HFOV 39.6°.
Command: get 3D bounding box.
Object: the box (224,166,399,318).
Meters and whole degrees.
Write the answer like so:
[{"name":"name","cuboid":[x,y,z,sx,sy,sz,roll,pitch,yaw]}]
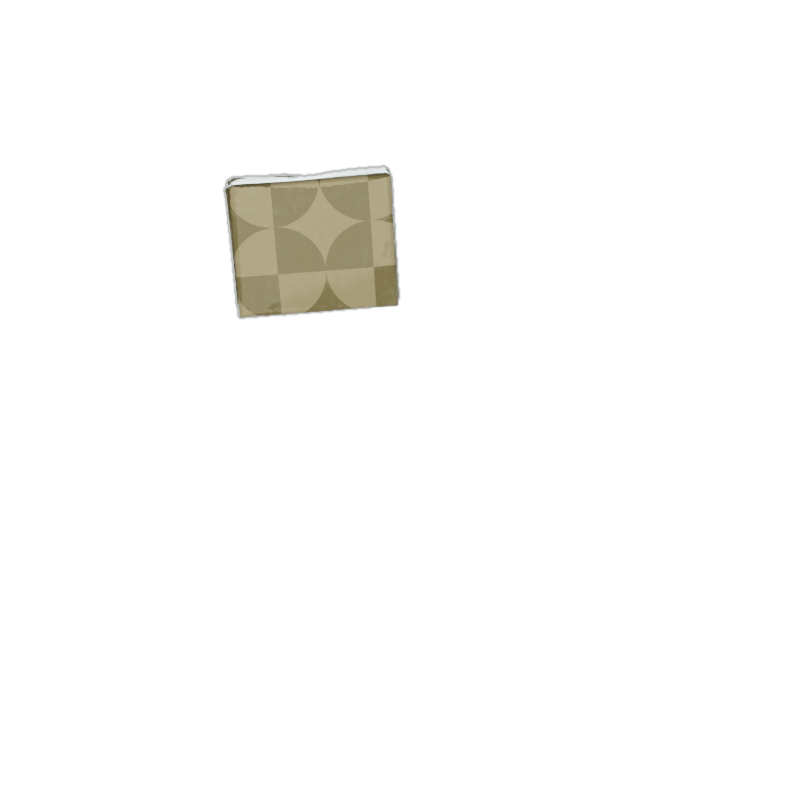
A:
[{"name":"box","cuboid":[-0.047,-0.086,0.600,0.089,0.071,0.031,-4,14,1]}]
